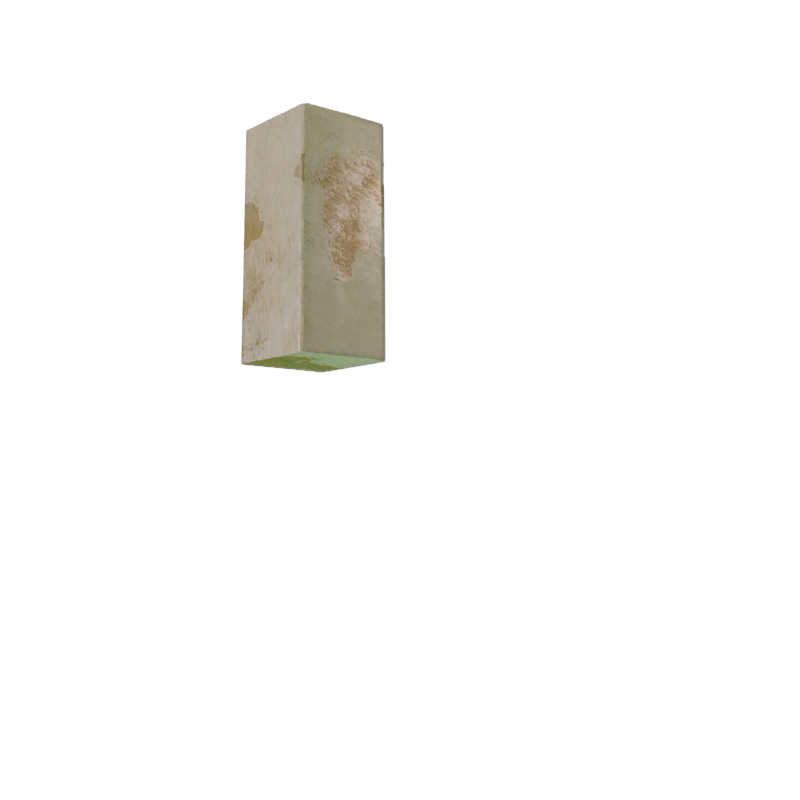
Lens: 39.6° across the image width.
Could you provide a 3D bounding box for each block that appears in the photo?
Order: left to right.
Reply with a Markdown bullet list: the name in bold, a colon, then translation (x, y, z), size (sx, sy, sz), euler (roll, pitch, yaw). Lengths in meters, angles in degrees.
- **block**: translation (-0.073, -0.134, 0.939), size (0.086, 0.213, 0.092), euler (10, -16, -39)
